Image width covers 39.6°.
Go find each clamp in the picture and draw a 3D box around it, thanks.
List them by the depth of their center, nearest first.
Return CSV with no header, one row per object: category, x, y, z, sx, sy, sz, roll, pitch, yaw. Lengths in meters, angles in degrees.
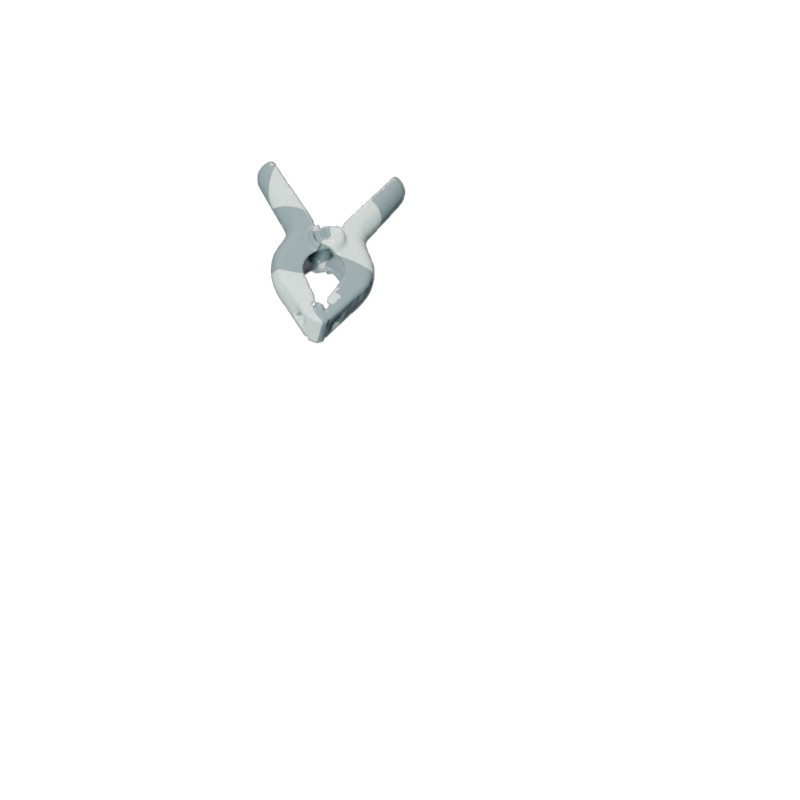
clamp,-0.068,-0.123,0.865,0.122,0.182,0.036,8,-41,7
